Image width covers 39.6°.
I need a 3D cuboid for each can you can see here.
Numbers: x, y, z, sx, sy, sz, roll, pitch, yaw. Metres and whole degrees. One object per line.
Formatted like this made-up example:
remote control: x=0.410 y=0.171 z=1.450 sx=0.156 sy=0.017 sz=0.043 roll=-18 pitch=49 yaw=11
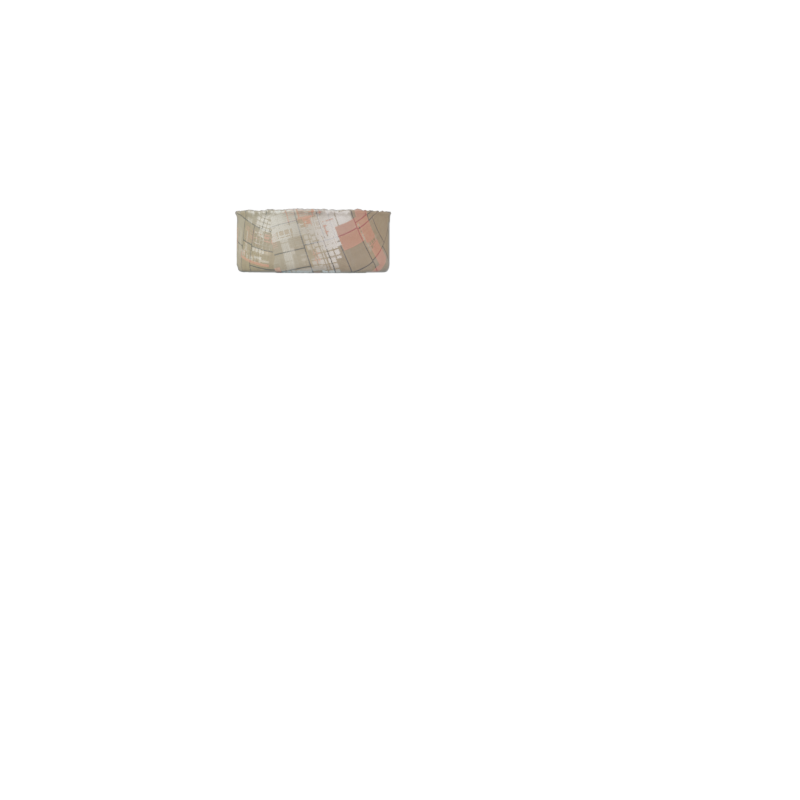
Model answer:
can: x=-0.048 y=-0.087 z=0.610 sx=0.086 sy=0.033 sz=0.087 roll=0 pitch=6 yaw=-2
